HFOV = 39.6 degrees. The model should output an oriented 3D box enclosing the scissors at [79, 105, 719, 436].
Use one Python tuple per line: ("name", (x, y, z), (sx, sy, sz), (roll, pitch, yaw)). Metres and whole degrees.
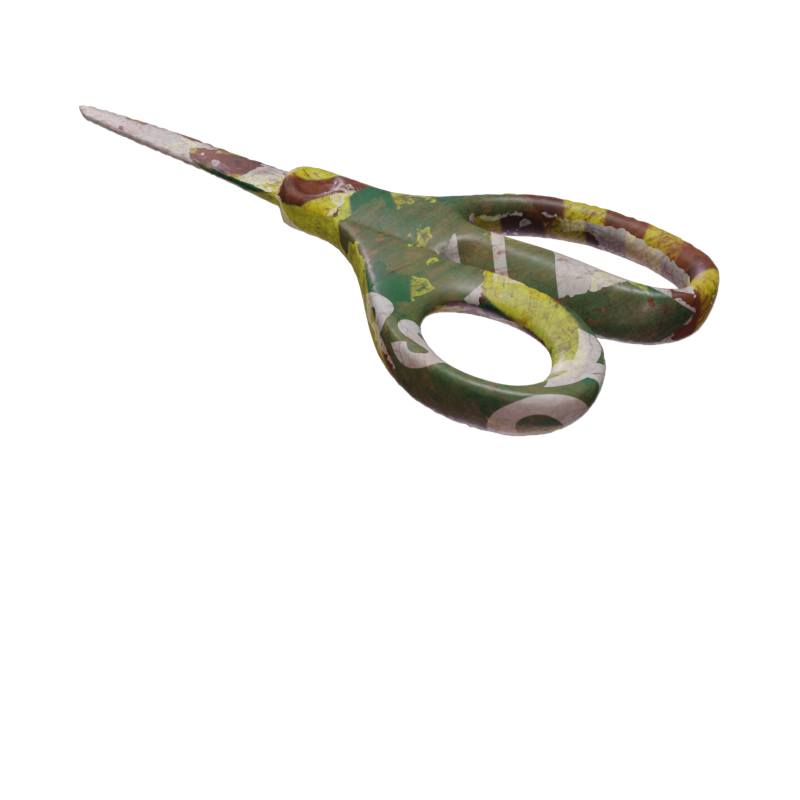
("scissors", (-0.023, -0.042, 0.293), (0.208, 0.015, 0.100), (14, 40, 18))
